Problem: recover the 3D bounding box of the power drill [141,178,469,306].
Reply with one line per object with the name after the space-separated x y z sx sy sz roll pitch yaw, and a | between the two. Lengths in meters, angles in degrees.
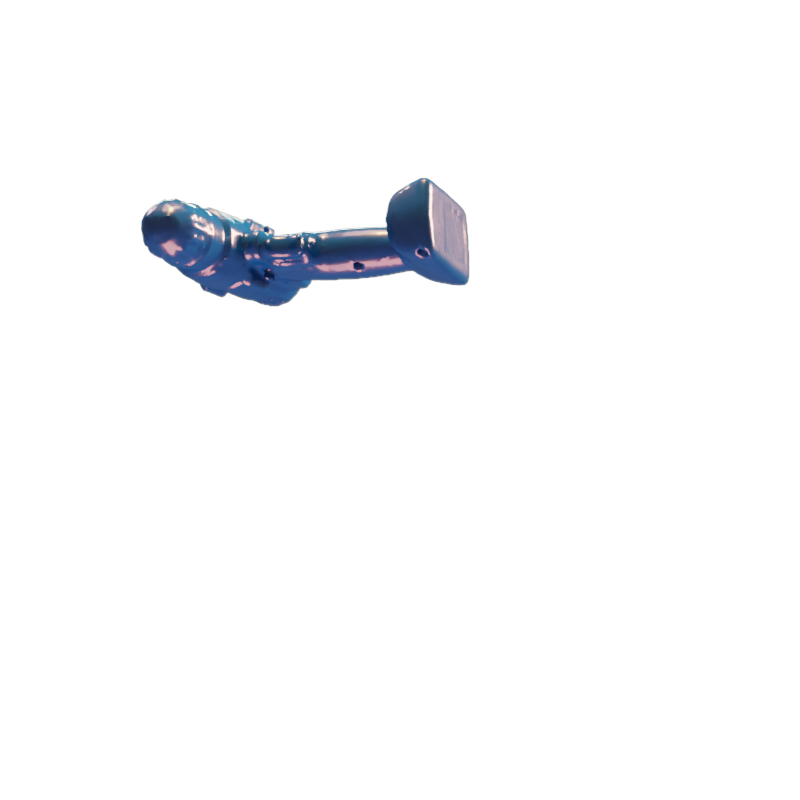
-0.059 -0.107 0.748 0.192 0.059 0.176 -2 -6 22 | power drill
